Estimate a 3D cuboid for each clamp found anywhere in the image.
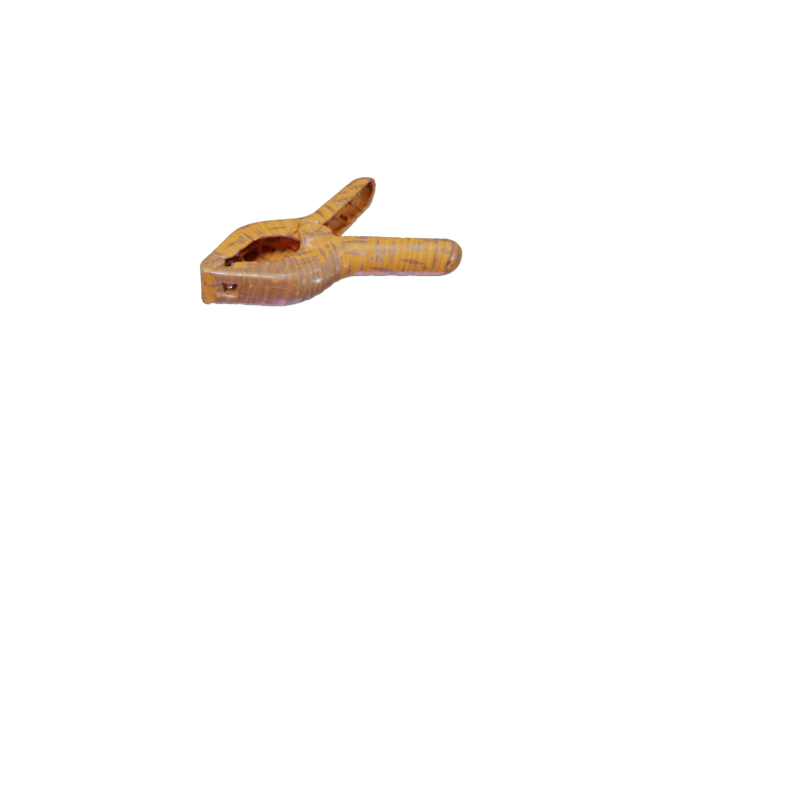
[{"bbox_3d":[-0.059,-0.107,0.747,0.169,0.037,0.129,-12,33,-19],"label":"clamp"}]
